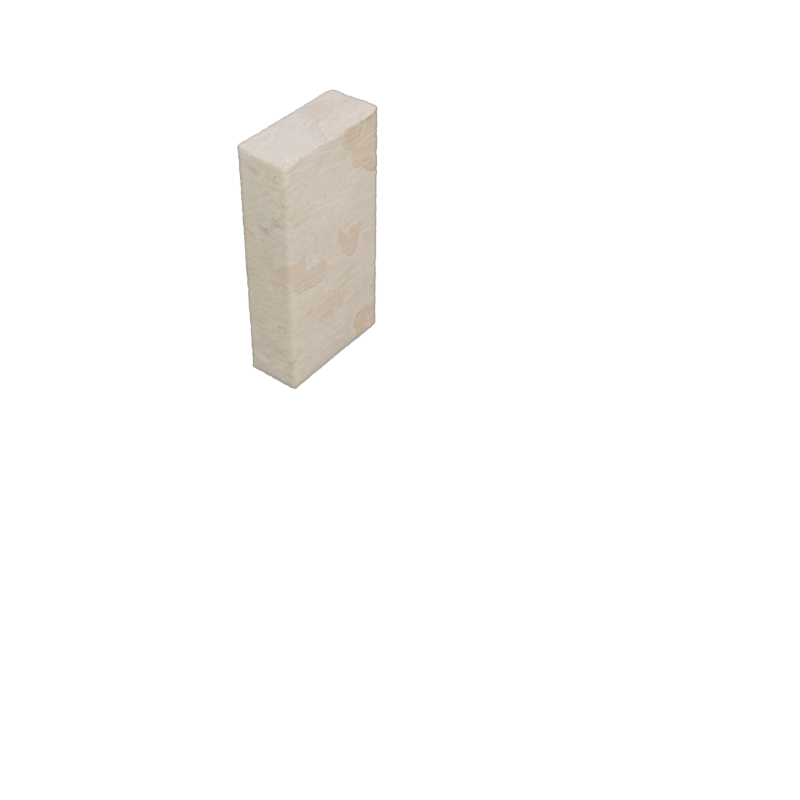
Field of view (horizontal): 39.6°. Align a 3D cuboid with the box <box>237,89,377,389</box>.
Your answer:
[{"bbox_3d":[-0.056,-0.103,0.723,0.051,0.164,0.095,27,46,25],"label":"box"}]
